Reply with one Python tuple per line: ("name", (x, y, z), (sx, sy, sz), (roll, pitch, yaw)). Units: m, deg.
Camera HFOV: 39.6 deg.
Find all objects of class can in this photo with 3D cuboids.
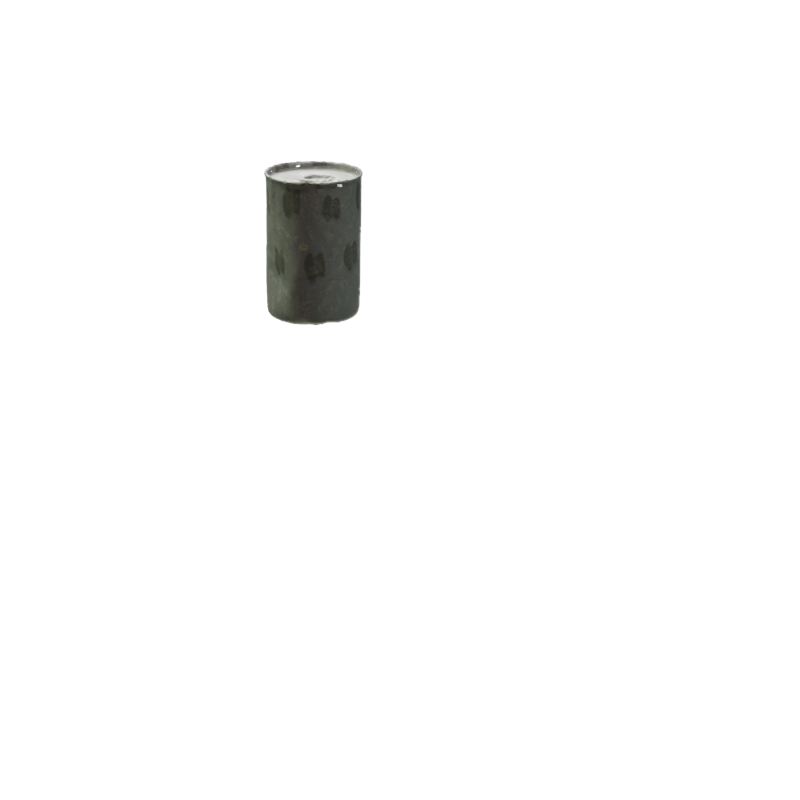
("can", (-0.061, -0.111, 0.780), (0.068, 0.098, 0.072), (0, 19, -2))
